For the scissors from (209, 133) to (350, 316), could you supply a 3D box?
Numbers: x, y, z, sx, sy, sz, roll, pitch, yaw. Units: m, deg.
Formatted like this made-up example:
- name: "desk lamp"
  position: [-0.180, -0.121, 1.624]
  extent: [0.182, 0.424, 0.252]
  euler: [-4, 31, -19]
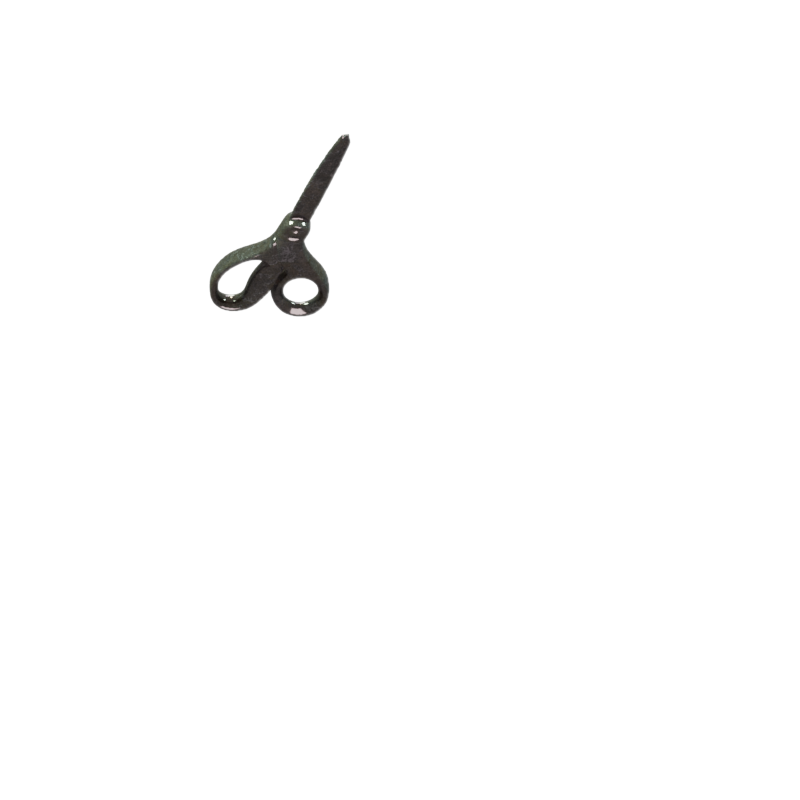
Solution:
- name: "scissors"
  position: [-0.061, -0.111, 0.774]
  extent: [0.091, 0.017, 0.199]
  euler: [23, -39, -32]
